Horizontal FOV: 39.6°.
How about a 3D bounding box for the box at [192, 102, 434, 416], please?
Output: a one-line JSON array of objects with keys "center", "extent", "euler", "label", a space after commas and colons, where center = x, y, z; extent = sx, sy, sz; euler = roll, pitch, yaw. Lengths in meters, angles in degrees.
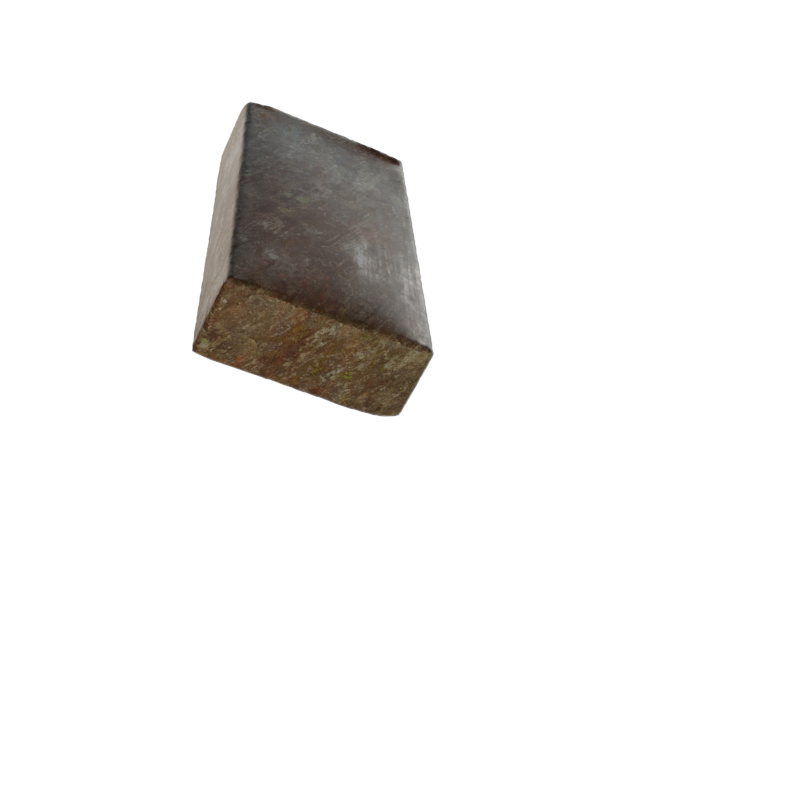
[{"center": [-0.040, -0.074, 0.516], "extent": [0.091, 0.046, 0.189], "euler": [18, 35, -17], "label": "box"}]
